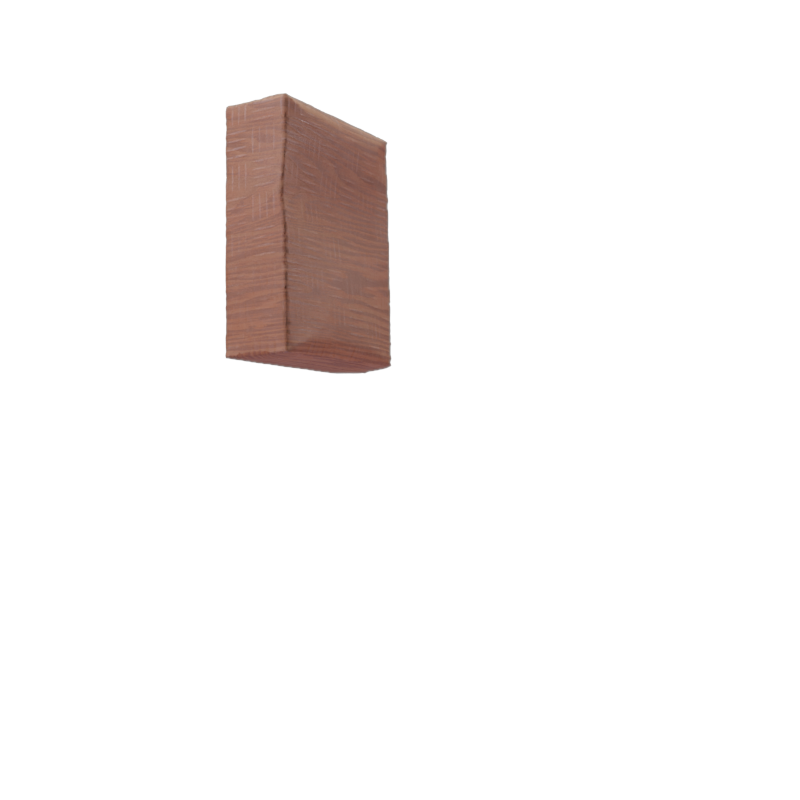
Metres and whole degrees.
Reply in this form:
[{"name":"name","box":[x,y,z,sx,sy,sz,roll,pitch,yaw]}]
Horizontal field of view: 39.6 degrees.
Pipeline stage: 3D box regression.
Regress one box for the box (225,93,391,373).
[{"name":"box","box":[-0.074,-0.136,0.949,0.074,0.220,0.156,-8,-12,32]}]
